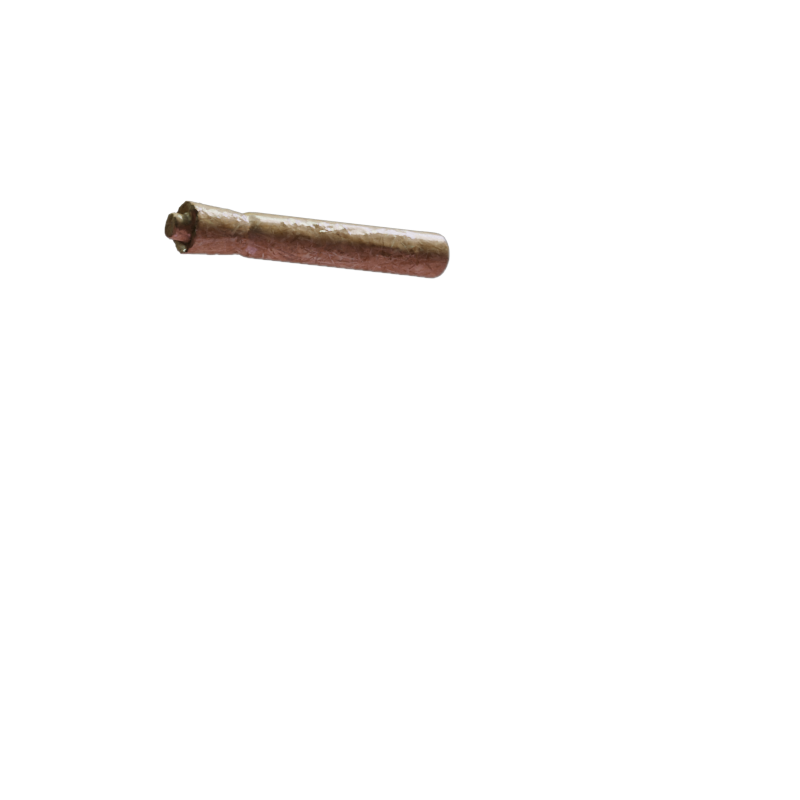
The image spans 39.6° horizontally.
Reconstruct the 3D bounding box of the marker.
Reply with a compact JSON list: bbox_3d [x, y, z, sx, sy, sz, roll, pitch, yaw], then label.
[{"bbox_3d":[-0.033,-0.059,0.416,0.116,0.020,0.021,1,3,-36],"label":"marker"}]
